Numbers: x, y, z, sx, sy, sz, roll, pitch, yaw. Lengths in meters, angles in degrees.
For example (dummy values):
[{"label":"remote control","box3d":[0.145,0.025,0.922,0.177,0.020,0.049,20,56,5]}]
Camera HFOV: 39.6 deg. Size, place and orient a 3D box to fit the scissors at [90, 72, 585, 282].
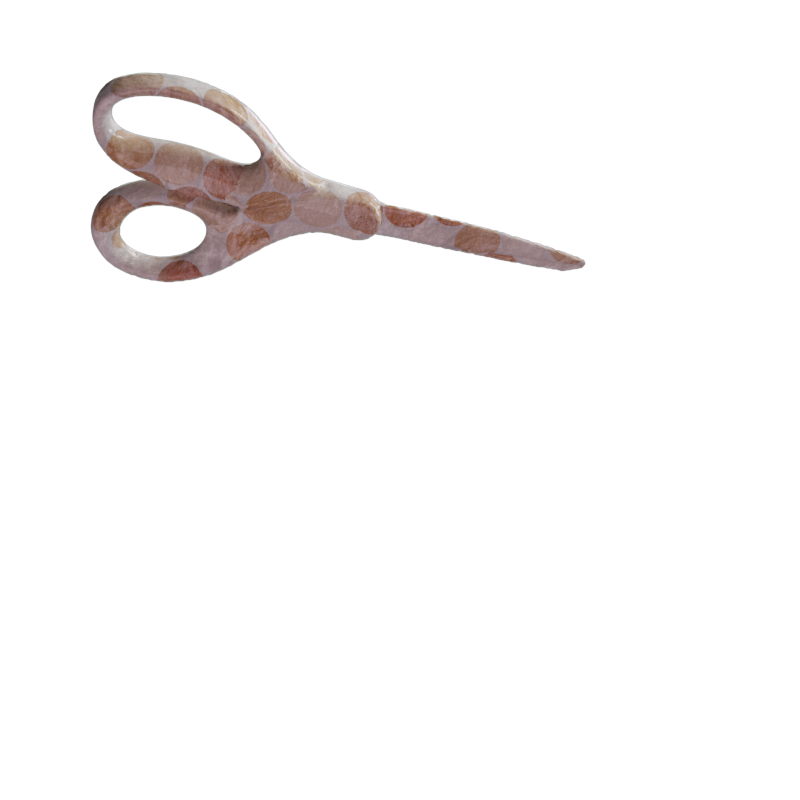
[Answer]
[{"label":"scissors","box3d":[-0.035,-0.063,0.442,0.194,0.093,0.017,25,34,-18]}]
